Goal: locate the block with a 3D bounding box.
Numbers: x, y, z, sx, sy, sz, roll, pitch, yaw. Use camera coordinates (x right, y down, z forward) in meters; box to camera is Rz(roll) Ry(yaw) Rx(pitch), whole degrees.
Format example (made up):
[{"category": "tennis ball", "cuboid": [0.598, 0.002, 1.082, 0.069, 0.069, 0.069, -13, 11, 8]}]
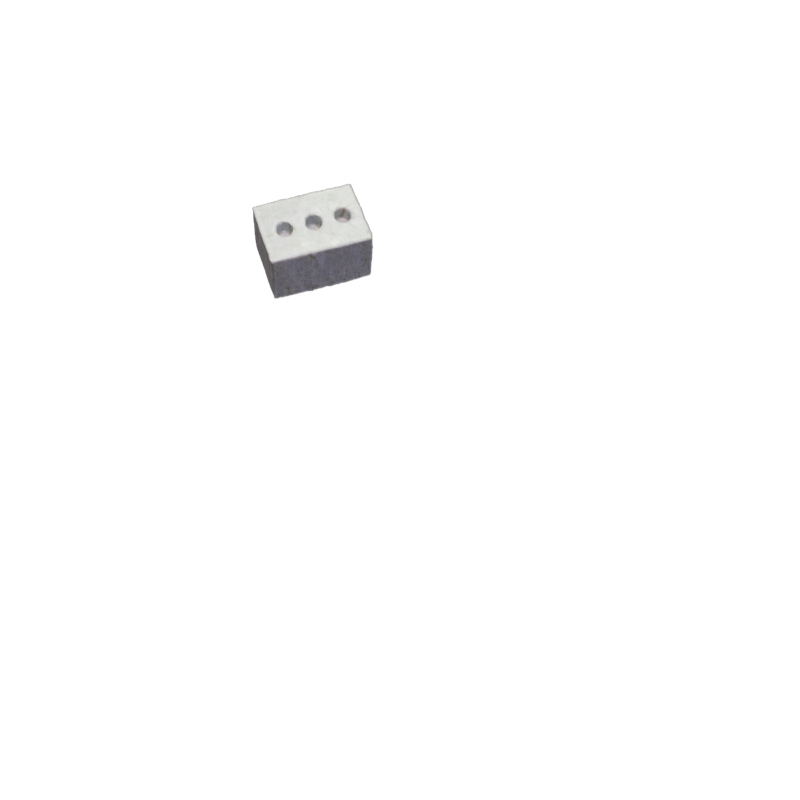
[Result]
[{"category": "block", "cuboid": [-0.064, -0.116, 0.814, 0.077, 0.057, 0.048, -16, -30, -11]}]
